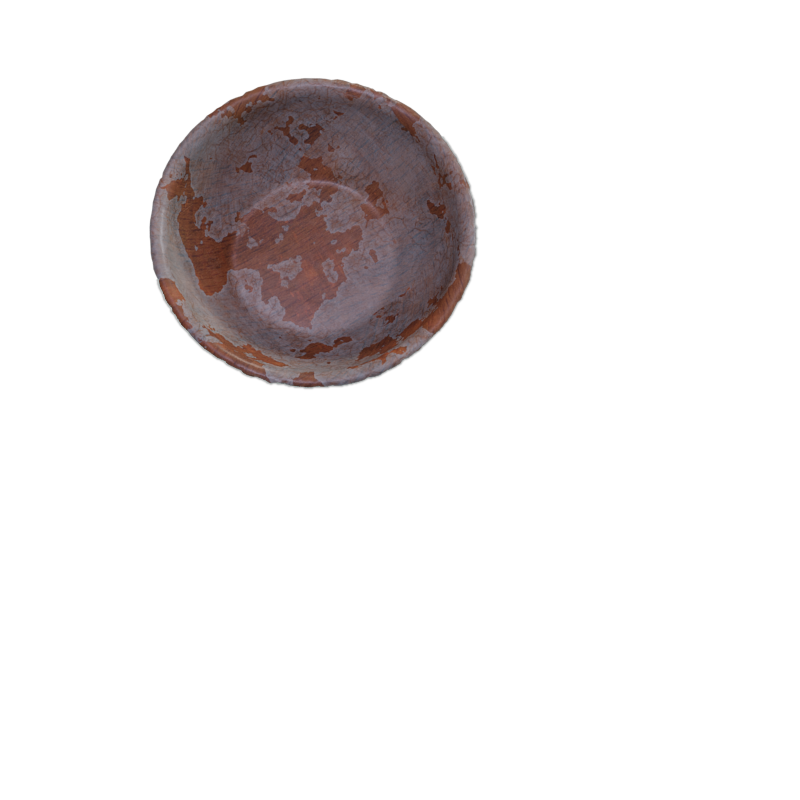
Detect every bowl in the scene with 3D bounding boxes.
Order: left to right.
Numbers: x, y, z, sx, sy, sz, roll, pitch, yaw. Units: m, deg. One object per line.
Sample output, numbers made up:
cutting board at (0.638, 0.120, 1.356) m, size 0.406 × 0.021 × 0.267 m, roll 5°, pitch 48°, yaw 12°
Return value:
bowl at (-0.045, -0.081, 0.569) m, size 0.162 × 0.169 × 0.053 m, roll -1°, pitch -17°, yaw -1°
